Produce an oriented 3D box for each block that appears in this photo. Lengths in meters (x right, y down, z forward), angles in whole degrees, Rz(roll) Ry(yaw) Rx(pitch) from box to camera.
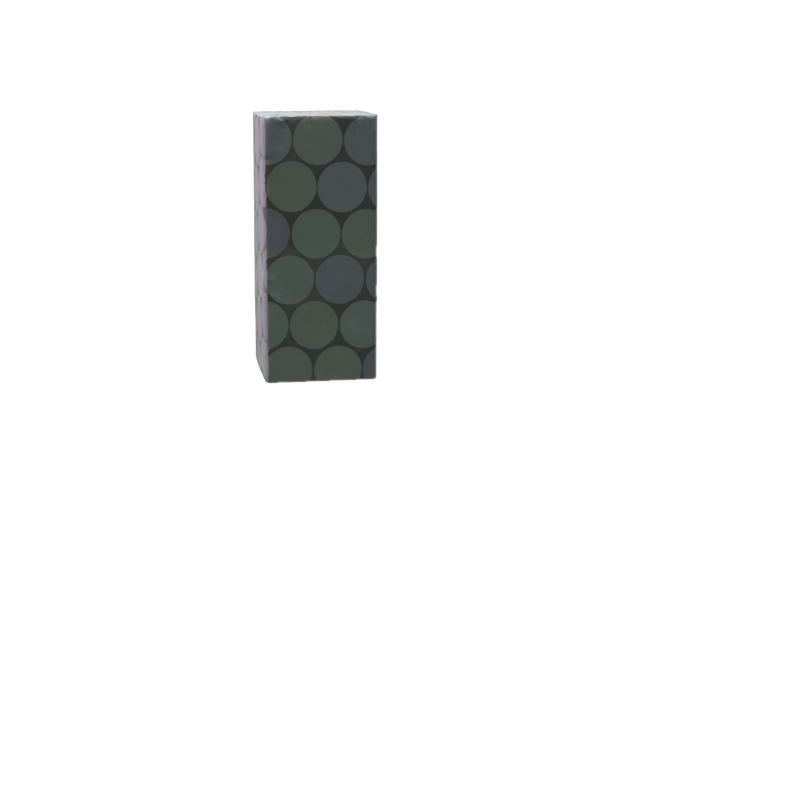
[{"bbox_3d":[-0.070,-0.127,0.887,0.090,0.201,0.093,-1,11,-10],"label":"block"}]
